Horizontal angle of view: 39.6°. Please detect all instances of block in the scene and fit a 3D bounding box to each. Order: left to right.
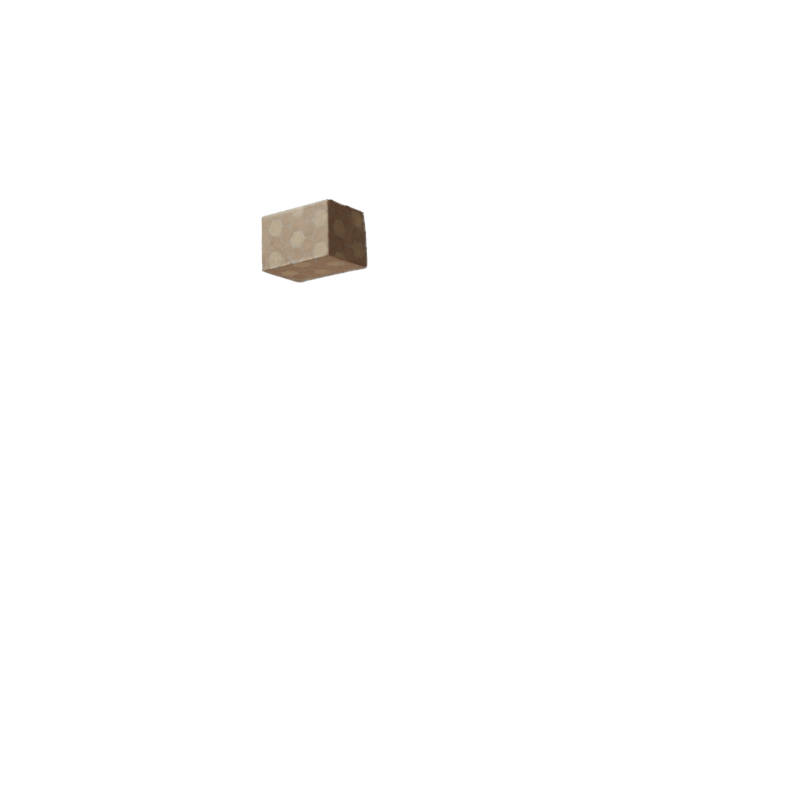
[{"bbox_3d":[-0.074,-0.136,0.951,0.080,0.053,0.050,-9,-15,36],"label":"block"}]
